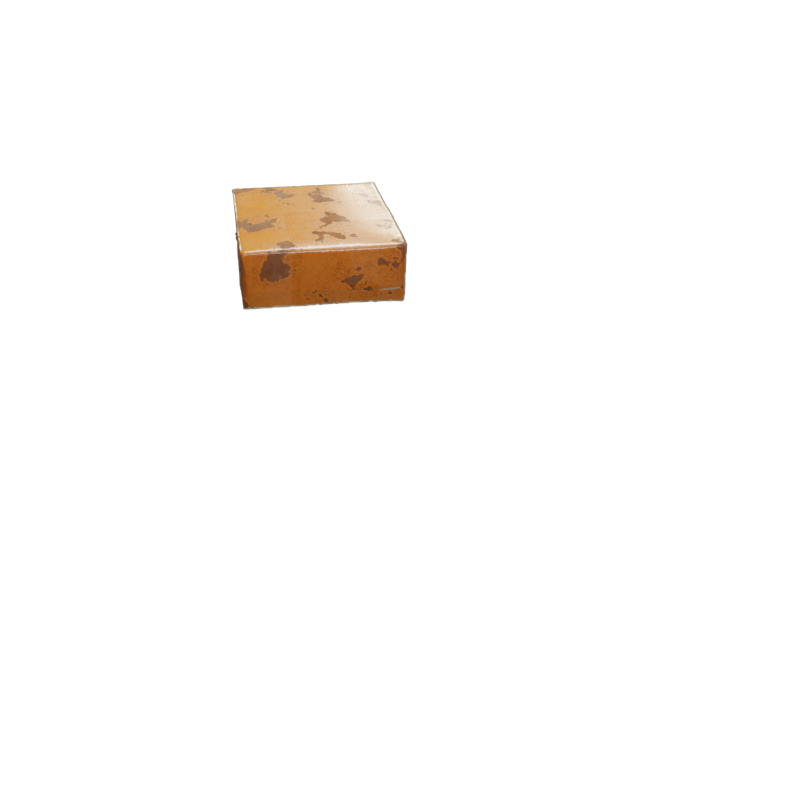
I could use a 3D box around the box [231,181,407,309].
[{"bbox_3d":[-0.050,-0.091,0.638,0.089,0.037,0.120,-4,26,-8],"label":"box"}]
